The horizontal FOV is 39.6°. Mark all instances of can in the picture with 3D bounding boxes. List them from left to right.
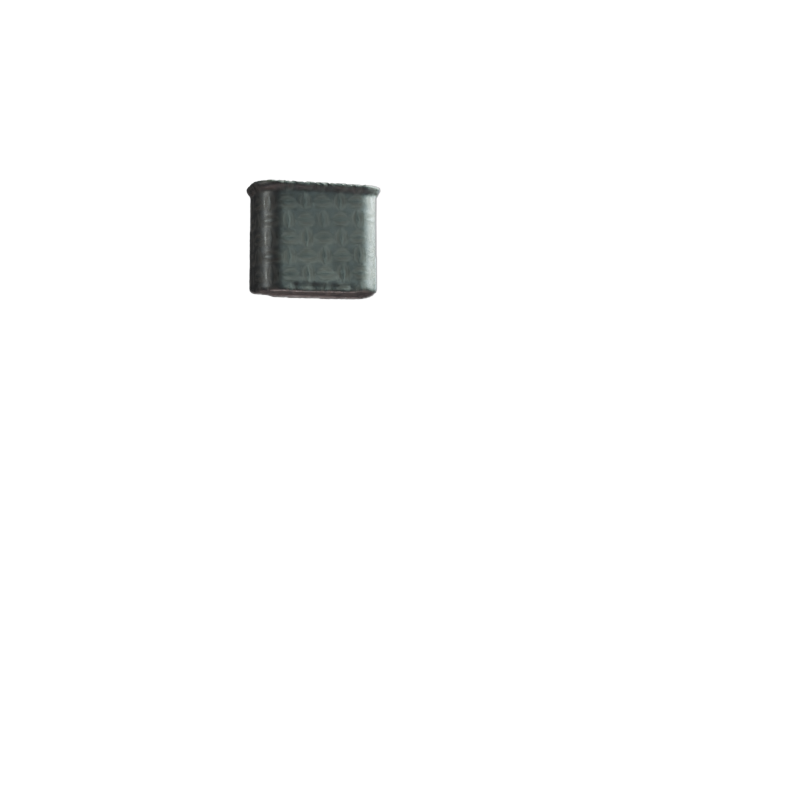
[{"bbox_3d":[-0.067,-0.122,0.857,0.100,0.085,0.058,1,-6,-16],"label":"can"}]
